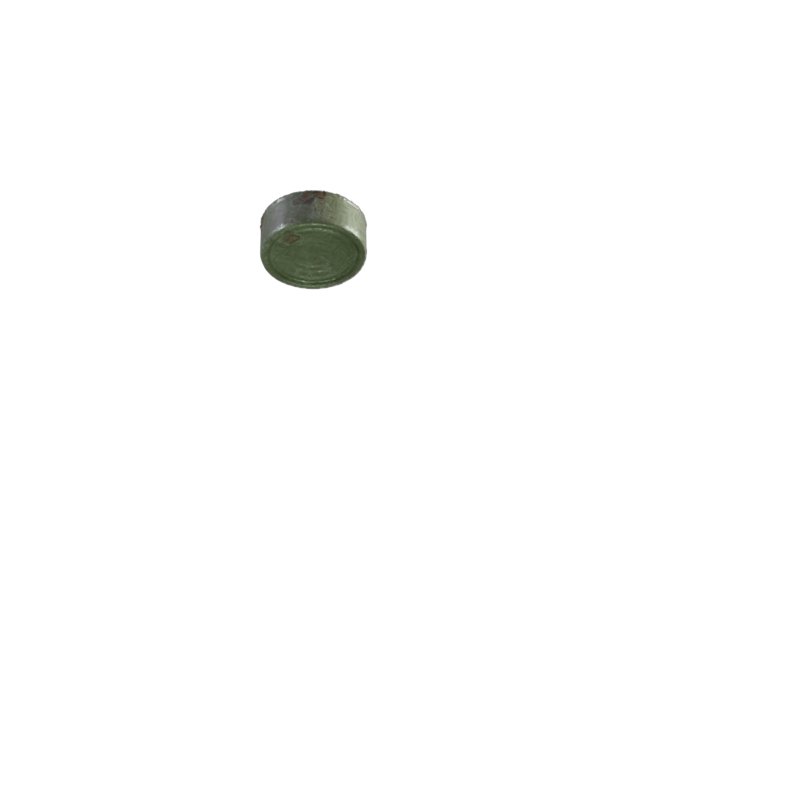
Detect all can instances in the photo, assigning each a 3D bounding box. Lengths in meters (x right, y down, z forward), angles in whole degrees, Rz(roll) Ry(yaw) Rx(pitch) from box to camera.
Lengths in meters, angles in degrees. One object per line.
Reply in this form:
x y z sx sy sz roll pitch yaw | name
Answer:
-0.069 -0.125 0.879 0.086 0.036 0.080 1 -35 -2 | can
